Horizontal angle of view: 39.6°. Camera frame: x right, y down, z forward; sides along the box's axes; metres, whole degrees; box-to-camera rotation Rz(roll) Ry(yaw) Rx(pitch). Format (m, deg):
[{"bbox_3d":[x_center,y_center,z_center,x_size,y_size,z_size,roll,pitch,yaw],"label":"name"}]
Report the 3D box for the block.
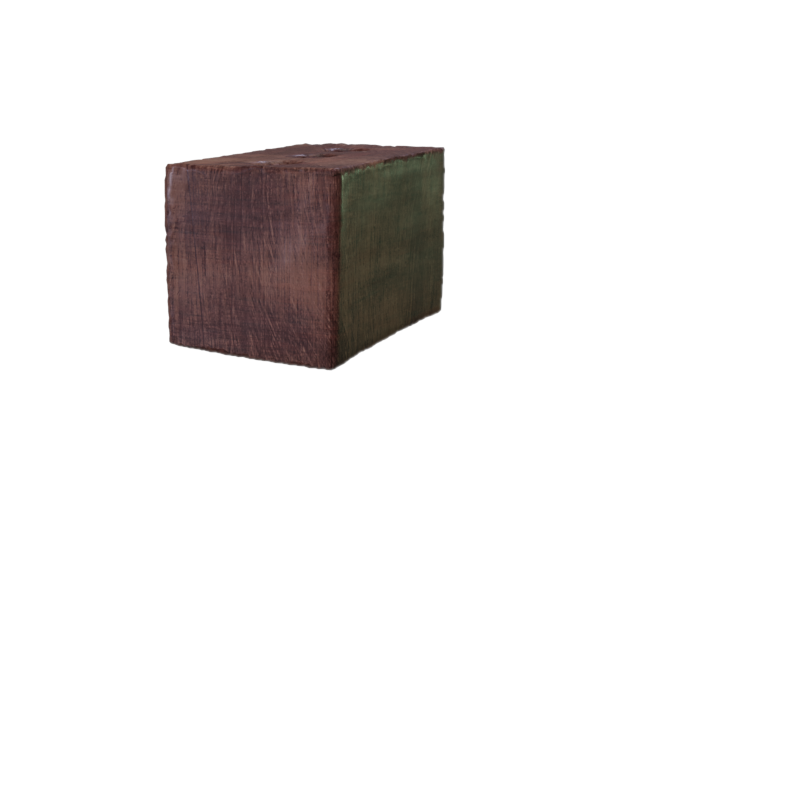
[{"bbox_3d":[-0.025,-0.045,0.318,0.055,0.050,0.078,6,16,23],"label":"block"}]
